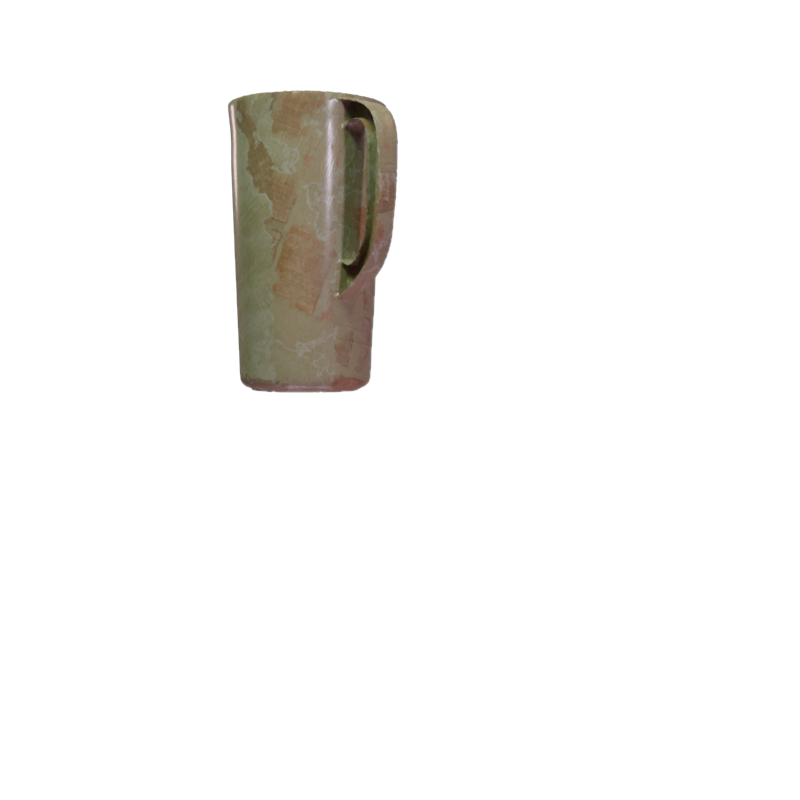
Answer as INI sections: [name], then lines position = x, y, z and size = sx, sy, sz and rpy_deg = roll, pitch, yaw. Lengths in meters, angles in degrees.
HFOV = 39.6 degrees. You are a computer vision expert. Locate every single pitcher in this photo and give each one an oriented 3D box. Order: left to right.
[pitcher]
position = -0.071, -0.130, 0.912
size = 0.146, 0.245, 0.147
rpy_deg = 0, -2, 5
